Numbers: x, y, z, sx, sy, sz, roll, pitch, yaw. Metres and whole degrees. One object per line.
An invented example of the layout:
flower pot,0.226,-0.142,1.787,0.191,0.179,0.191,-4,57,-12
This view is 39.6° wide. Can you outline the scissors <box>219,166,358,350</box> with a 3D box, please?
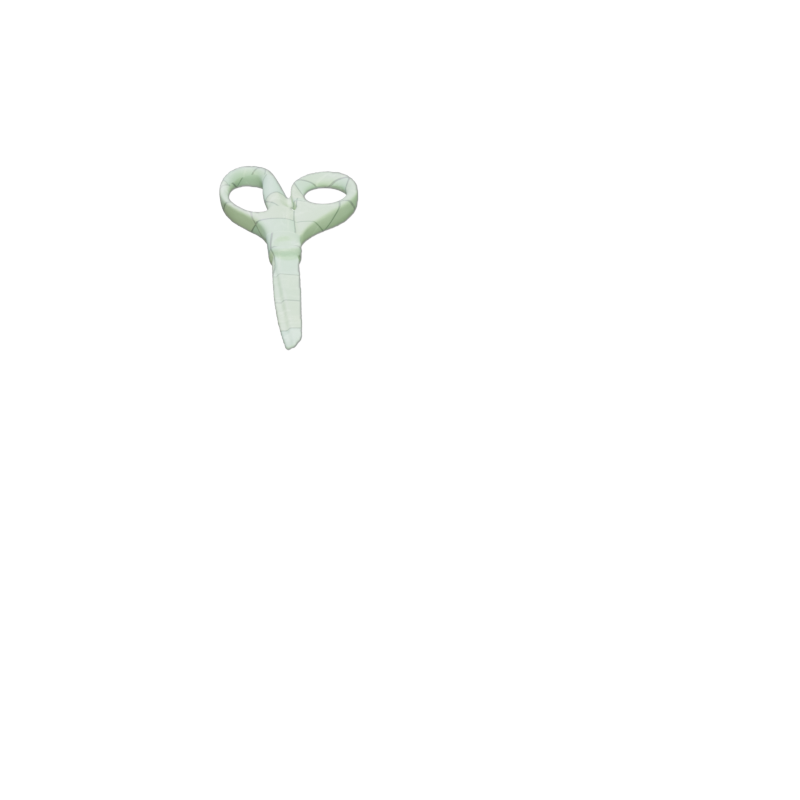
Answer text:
scissors,-0.051,-0.093,0.648,0.095,0.015,0.218,-12,37,-17
